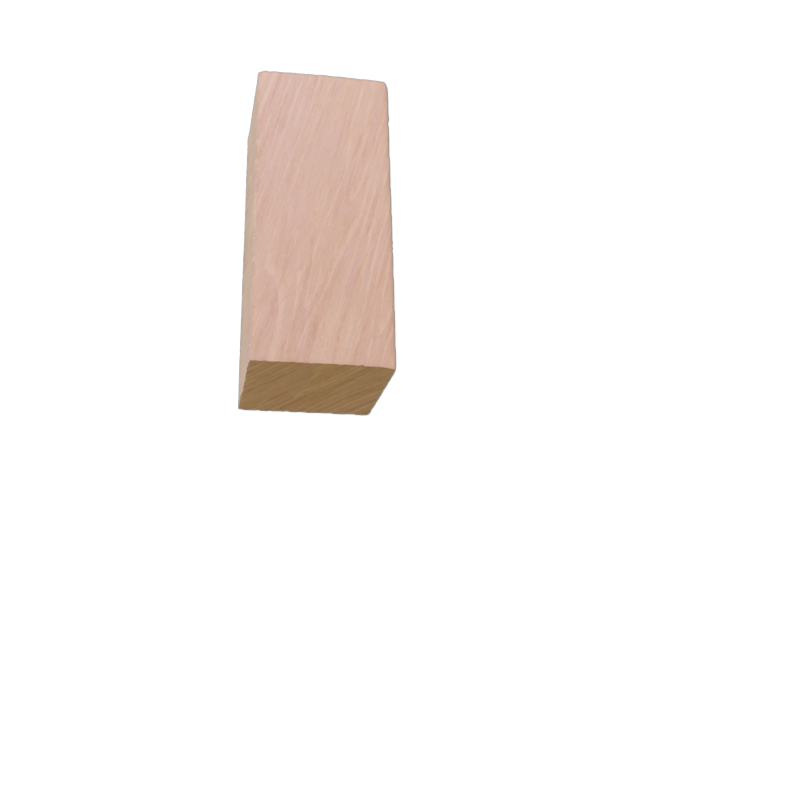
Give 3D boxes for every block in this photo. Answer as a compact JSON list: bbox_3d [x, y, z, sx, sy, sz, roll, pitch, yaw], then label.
[{"bbox_3d":[-0.057,-0.105,0.732,0.089,0.218,0.087,3,-26,-10],"label":"block"}]
